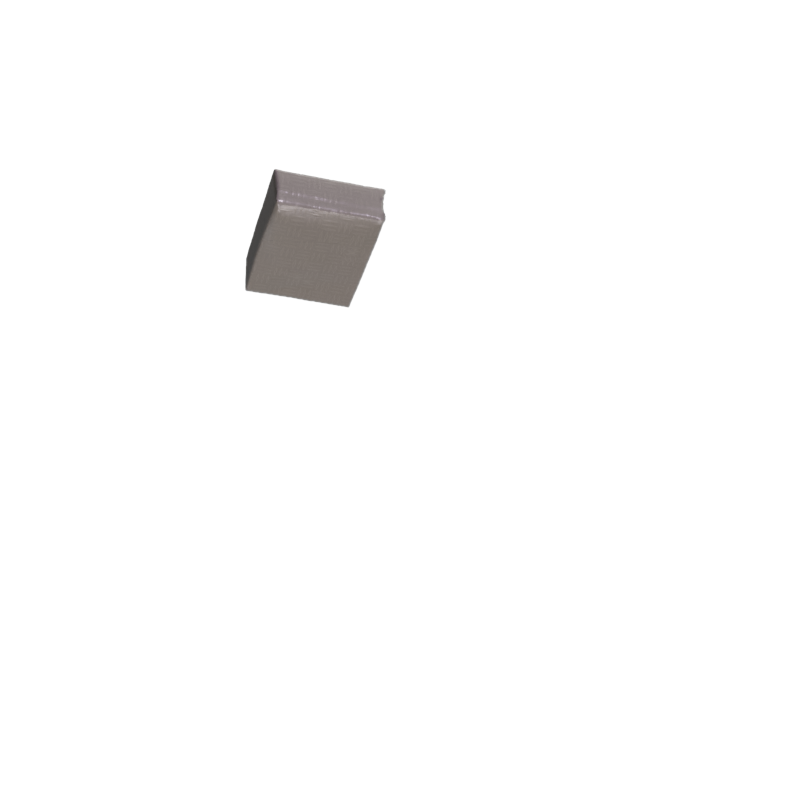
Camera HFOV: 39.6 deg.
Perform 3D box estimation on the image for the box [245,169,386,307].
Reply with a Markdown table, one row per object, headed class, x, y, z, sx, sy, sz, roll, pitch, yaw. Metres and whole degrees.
| class | x | y | z | sx | sy | sz | roll | pitch | yaw |
| --- | --- | --- | --- | --- | --- | --- | --- | --- | --- |
| box | -0.069 | -0.125 | 0.879 | 0.088 | 0.042 | 0.108 | 9 | -37 | -14 |
